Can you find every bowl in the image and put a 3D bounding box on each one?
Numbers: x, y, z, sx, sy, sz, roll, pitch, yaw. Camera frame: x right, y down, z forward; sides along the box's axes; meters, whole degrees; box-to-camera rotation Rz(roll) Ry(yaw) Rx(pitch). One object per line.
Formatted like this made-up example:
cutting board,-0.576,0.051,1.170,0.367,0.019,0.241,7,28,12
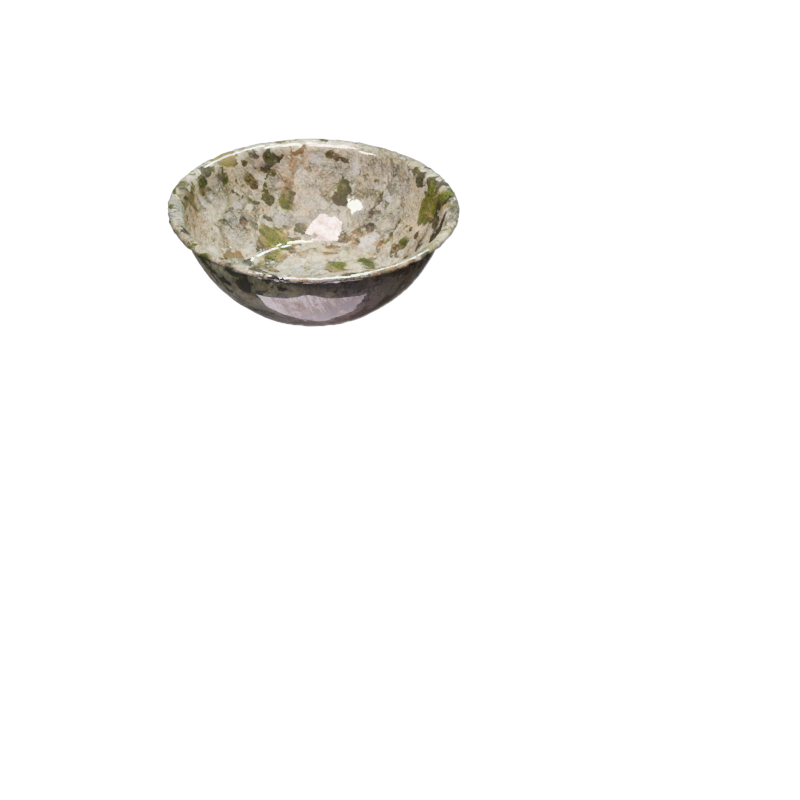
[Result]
bowl,-0.049,-0.090,0.628,0.162,0.052,0.173,-1,36,-2
